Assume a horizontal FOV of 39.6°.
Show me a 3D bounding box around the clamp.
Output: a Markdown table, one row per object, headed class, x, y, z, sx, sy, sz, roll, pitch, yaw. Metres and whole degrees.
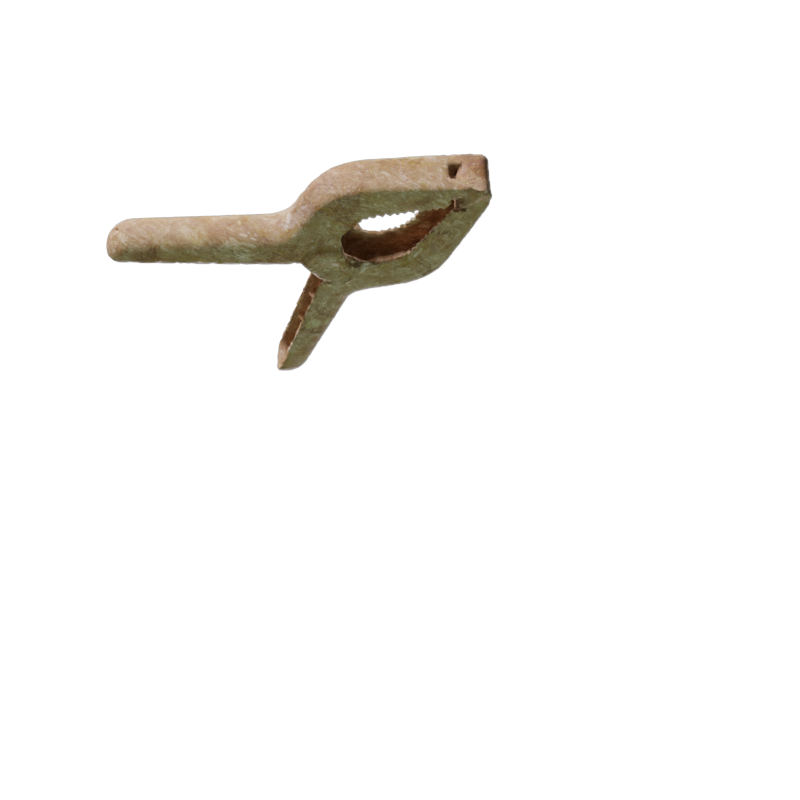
| class | x | y | z | sx | sy | sz | roll | pitch | yaw |
| --- | --- | --- | --- | --- | --- | --- | --- | --- | --- |
| clamp | -0.048 | -0.088 | 0.619 | 0.210 | 0.039 | 0.154 | -25 | -39 | 35 |
